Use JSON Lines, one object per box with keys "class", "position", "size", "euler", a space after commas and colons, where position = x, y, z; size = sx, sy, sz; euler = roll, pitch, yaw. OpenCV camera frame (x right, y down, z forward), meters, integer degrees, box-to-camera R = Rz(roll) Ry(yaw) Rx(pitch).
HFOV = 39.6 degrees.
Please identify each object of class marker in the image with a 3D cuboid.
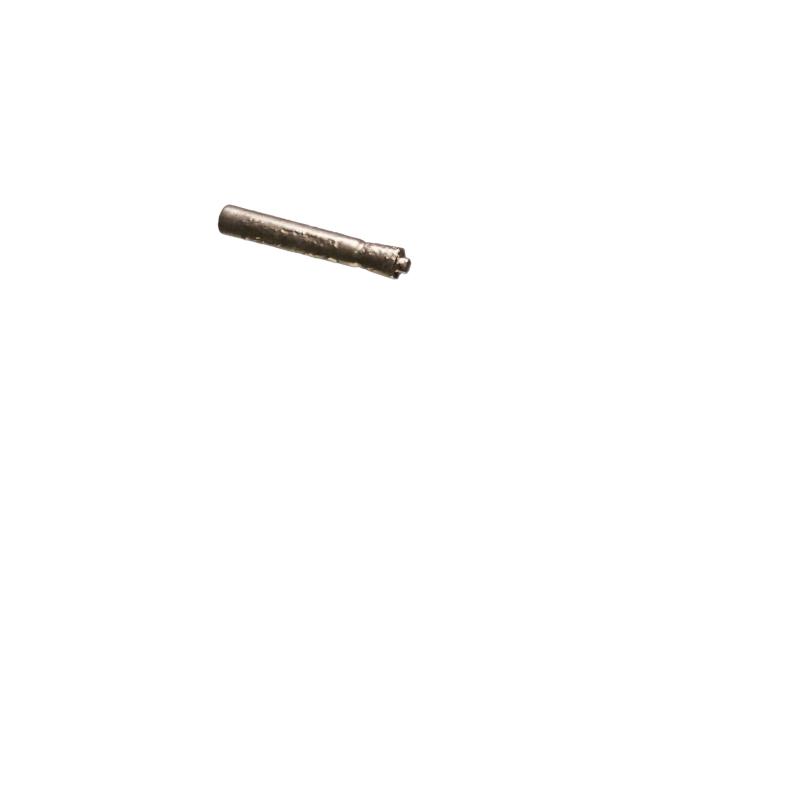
{"class": "marker", "position": [-0.051, -0.093, 0.650], "size": [0.126, 0.019, 0.019], "euler": [17, 10, 22]}
